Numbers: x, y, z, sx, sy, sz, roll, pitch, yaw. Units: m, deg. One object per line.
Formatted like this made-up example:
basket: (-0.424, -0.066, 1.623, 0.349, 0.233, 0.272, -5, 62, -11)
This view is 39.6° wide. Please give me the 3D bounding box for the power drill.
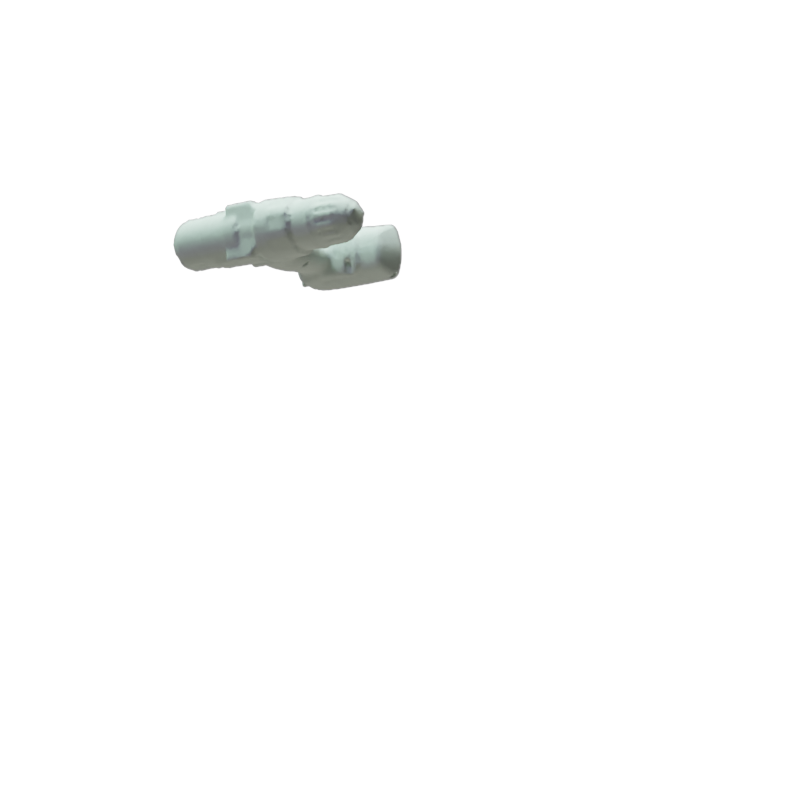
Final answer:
power drill: (-0.076, -0.139, 0.977, 0.190, 0.058, 0.179, -3, -5, 33)
